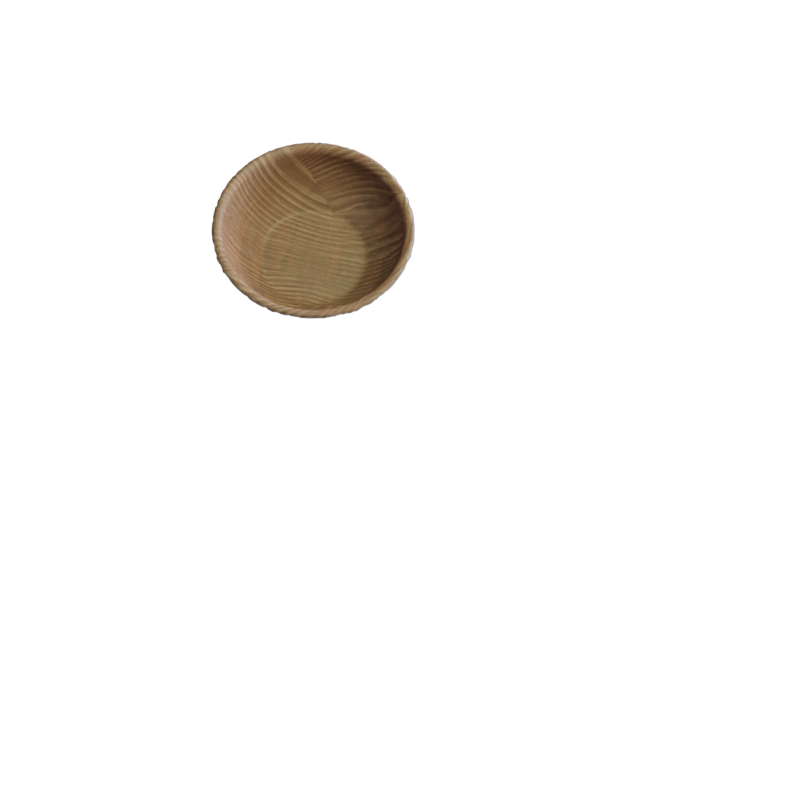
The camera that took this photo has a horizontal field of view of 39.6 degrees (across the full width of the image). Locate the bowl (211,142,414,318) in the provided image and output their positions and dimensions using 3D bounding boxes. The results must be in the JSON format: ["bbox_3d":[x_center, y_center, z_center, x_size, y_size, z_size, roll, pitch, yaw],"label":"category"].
[{"bbox_3d":[-0.071,-0.129,0.904,0.162,0.172,0.052,-1,-27,-1],"label":"bowl"}]
